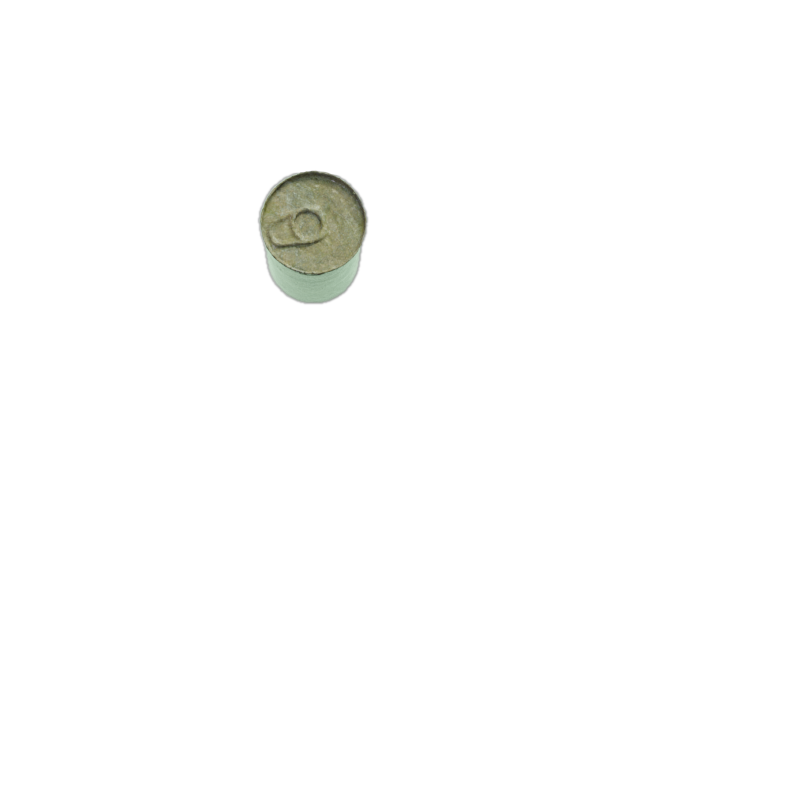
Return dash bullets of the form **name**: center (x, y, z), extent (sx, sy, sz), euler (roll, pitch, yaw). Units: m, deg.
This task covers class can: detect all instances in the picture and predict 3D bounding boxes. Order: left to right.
- **can**: center (-0.059, -0.107, 0.748), extent (0.068, 0.071, 0.100), euler (0, -9, -3)
